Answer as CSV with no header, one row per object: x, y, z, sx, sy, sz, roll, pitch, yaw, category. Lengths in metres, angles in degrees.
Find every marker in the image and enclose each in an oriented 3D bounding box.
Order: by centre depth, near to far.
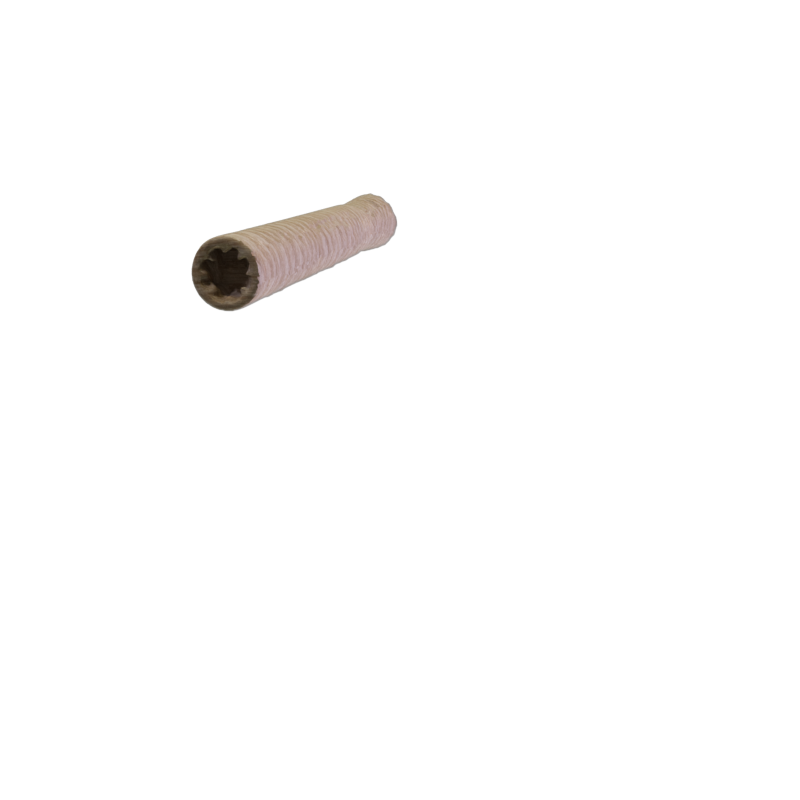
-0.025,-0.046,0.323,0.020,0.019,0.121,1,15,17,marker
